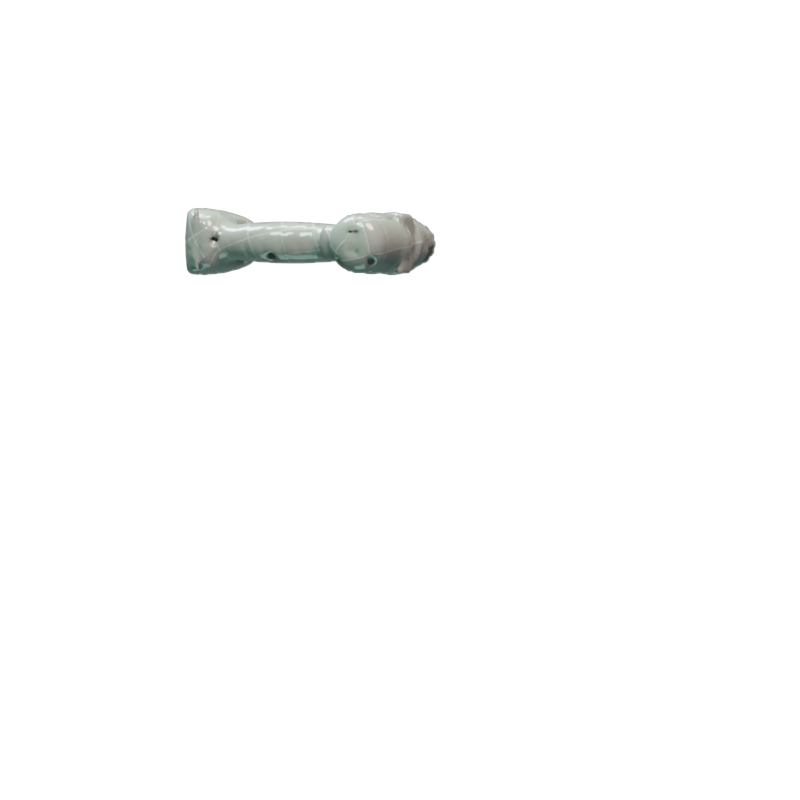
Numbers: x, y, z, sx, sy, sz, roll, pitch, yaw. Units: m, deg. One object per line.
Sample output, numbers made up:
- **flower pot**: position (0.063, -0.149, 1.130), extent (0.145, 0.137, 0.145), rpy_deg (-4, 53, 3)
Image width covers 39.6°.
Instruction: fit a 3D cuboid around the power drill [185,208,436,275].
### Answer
- **power drill**: position (-0.074, -0.135, 0.943), extent (0.192, 0.057, 0.180), rpy_deg (2, 5, 19)
